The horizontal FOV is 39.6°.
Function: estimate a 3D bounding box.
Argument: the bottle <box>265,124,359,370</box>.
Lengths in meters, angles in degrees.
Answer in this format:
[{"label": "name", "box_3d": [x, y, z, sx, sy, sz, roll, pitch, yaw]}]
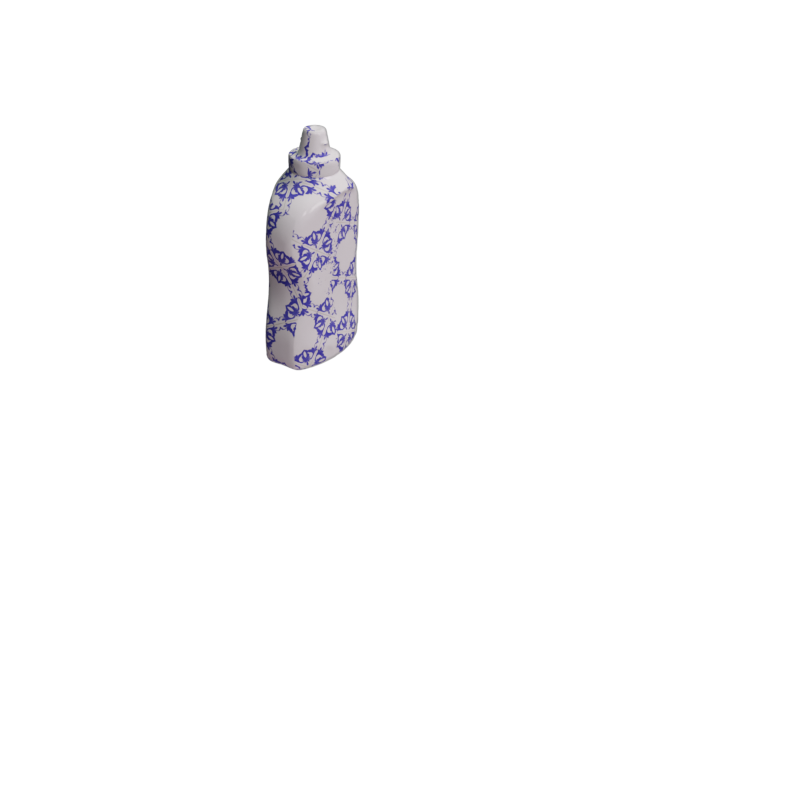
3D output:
[{"label": "bottle", "box_3d": [-0.069, -0.127, 0.890, 0.061, 0.182, 0.096, 17, 30, 29]}]
